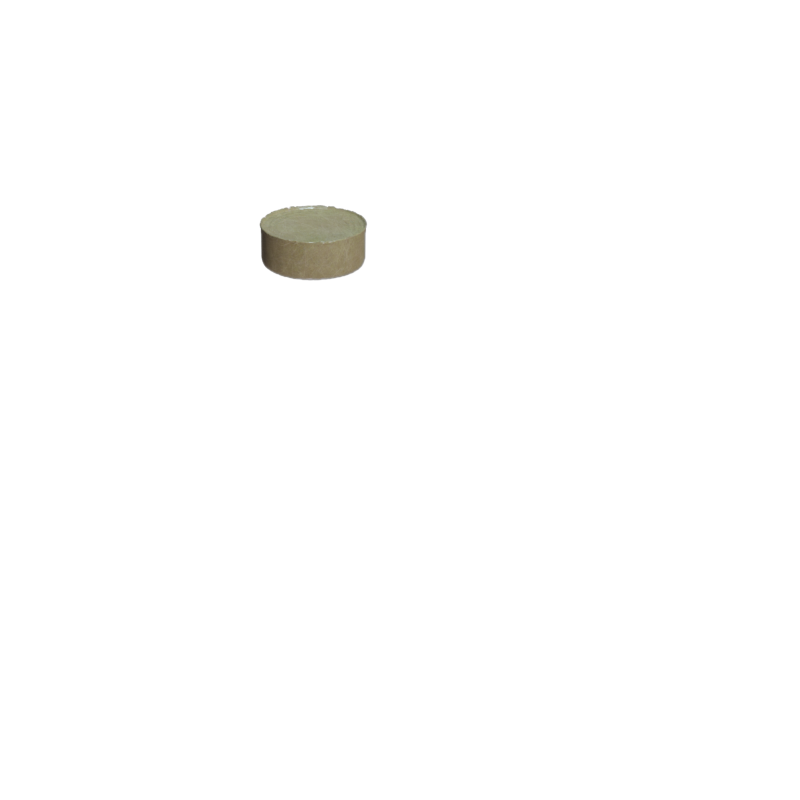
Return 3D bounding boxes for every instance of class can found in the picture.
[{"bbox_3d":[-0.070,-0.127,0.892,0.086,0.032,0.091,-1,27,-2],"label":"can"}]
